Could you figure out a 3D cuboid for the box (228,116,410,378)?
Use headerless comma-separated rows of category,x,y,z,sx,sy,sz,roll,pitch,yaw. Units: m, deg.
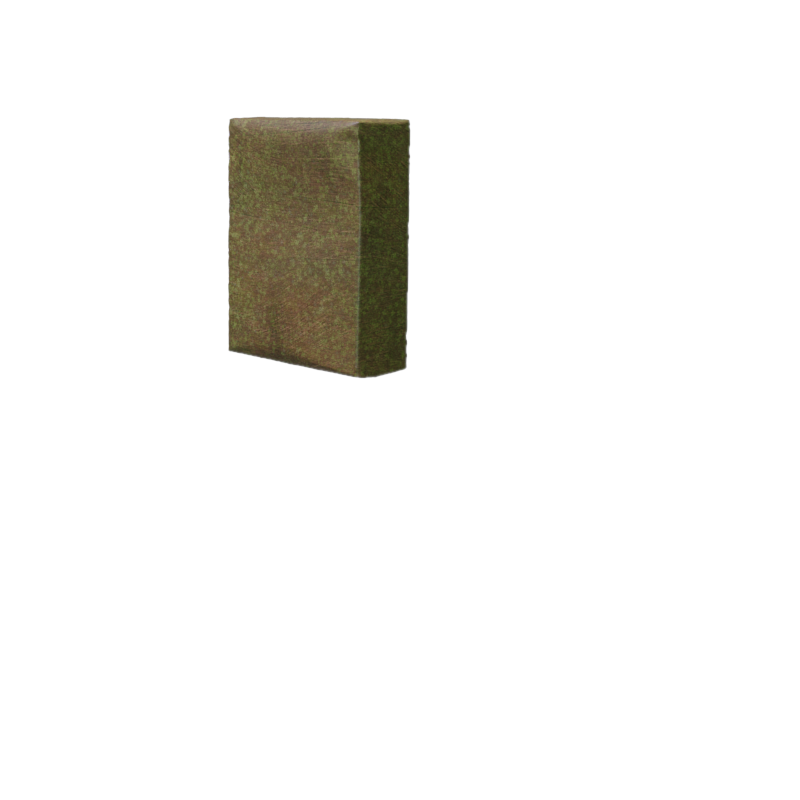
box,-0.075,-0.137,0.961,0.172,0.210,0.070,10,12,42
